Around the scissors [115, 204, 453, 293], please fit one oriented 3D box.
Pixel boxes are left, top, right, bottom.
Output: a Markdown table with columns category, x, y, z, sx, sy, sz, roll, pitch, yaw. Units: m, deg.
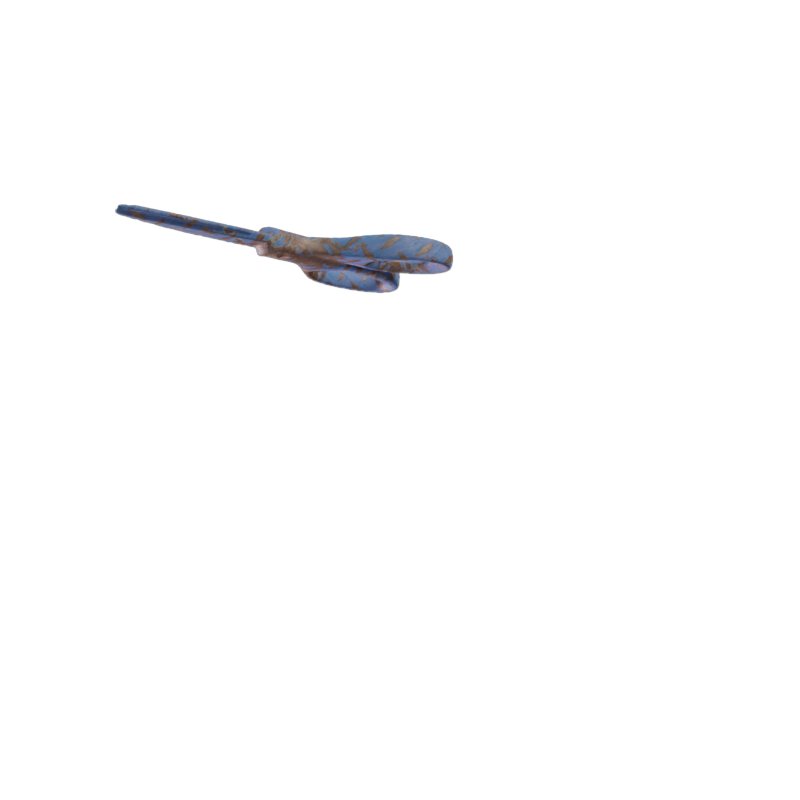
| category | x | y | z | sx | sy | sz | roll | pitch | yaw |
| --- | --- | --- | --- | --- | --- | --- | --- | --- | --- |
| scissors | -0.046 | -0.083 | 0.585 | 0.099 | 0.016 | 0.191 | -5 | -9 | 31 |
